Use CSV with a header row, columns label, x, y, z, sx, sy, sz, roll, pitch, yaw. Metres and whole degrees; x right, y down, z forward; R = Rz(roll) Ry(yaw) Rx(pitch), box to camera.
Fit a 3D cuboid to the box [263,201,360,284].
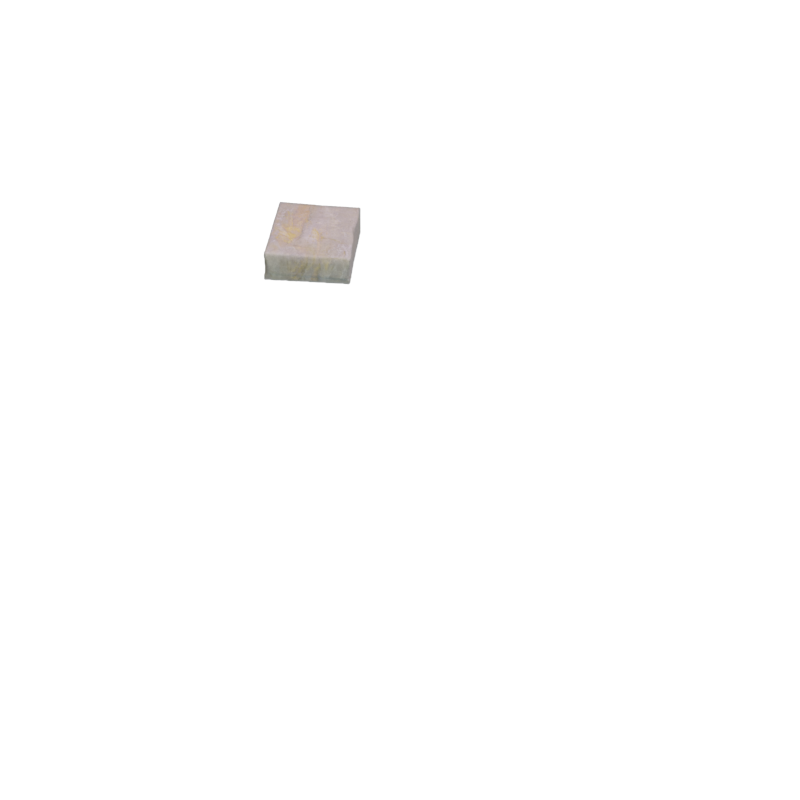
label,x,y,z,sx,sy,sz,roll,pitch,yaw
box,-0.074,-0.136,0.951,0.074,0.028,0.094,4,37,4
